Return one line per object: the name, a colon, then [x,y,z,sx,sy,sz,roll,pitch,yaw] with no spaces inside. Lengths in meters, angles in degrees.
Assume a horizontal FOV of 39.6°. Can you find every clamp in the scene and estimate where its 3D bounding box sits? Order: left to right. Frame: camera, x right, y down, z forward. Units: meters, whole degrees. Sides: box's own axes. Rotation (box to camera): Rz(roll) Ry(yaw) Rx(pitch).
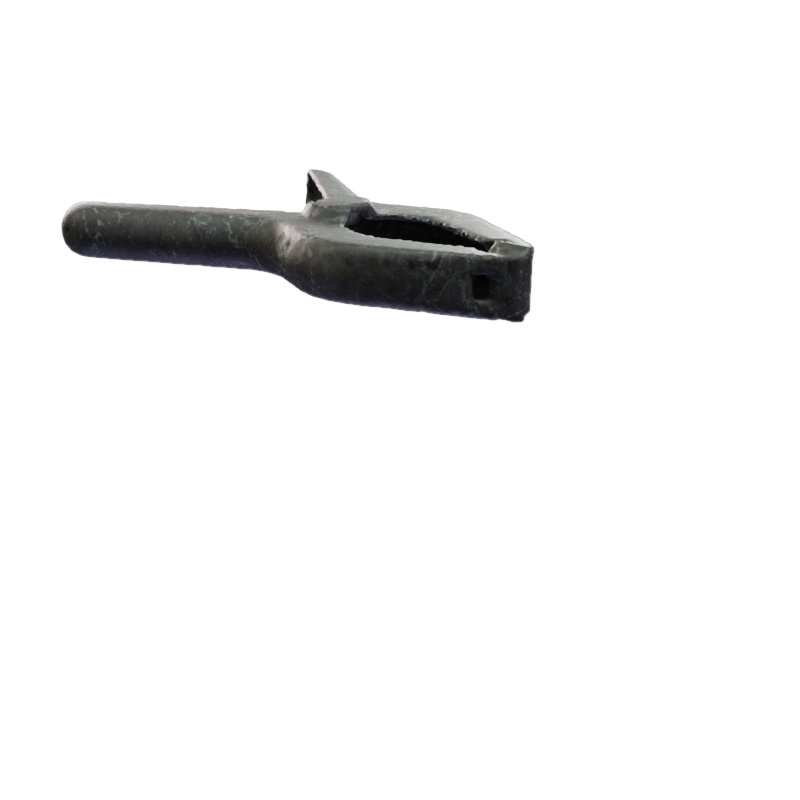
clamp: [-0.038,-0.069,0.485,0.161,0.035,0.223,-16,26,-36]
